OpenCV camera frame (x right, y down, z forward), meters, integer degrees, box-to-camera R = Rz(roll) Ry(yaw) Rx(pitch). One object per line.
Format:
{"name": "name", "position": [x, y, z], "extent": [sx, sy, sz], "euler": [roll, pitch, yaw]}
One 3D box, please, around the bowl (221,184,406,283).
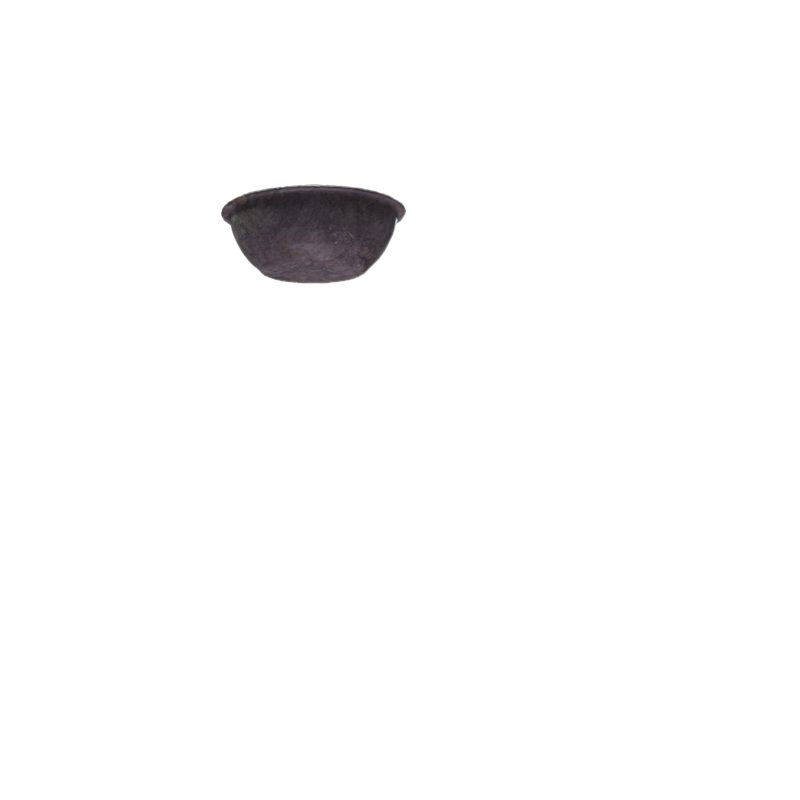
{"name": "bowl", "position": [-0.075, -0.138, 0.964], "extent": [0.162, 0.057, 0.158], "euler": [0, -8, -2]}
